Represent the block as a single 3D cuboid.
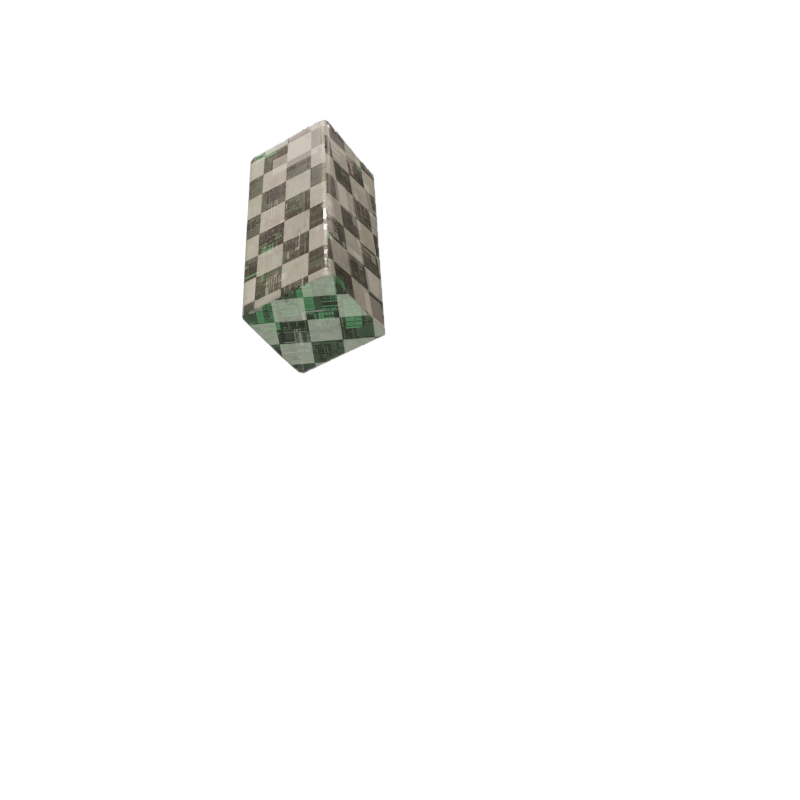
[{"bbox_3d":[-0.078,-0.142,0.990,0.091,0.221,0.084,-26,-47,22],"label":"block"}]
